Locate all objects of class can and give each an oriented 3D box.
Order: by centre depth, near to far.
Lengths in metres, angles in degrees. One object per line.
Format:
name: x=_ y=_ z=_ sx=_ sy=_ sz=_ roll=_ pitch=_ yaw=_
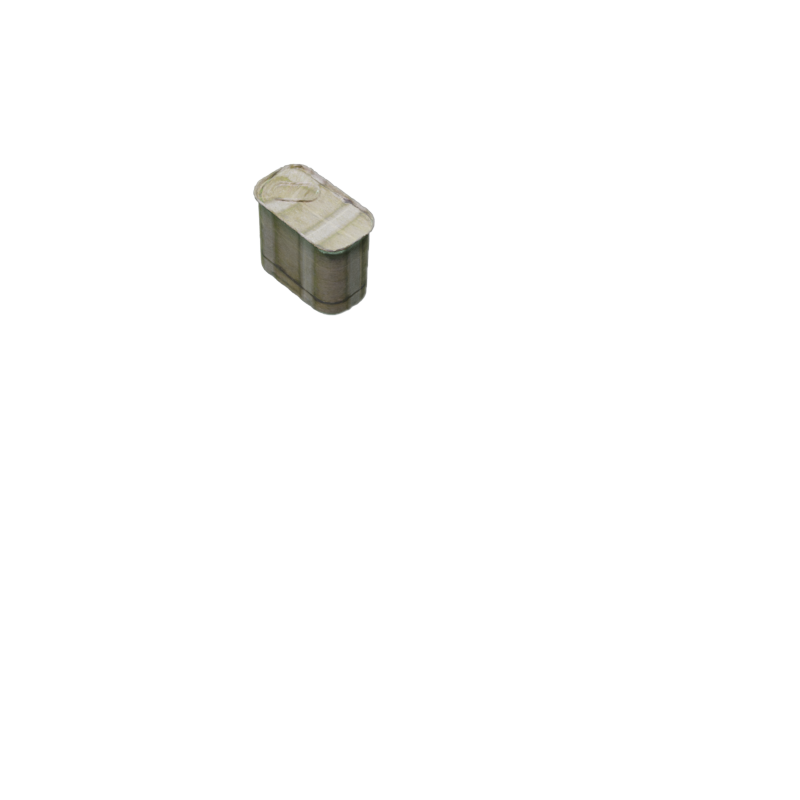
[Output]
can: x=-0.070 y=-0.128 z=0.898 sx=0.058 sy=0.078 sz=0.109 roll=-35 pitch=59 yaw=-27
